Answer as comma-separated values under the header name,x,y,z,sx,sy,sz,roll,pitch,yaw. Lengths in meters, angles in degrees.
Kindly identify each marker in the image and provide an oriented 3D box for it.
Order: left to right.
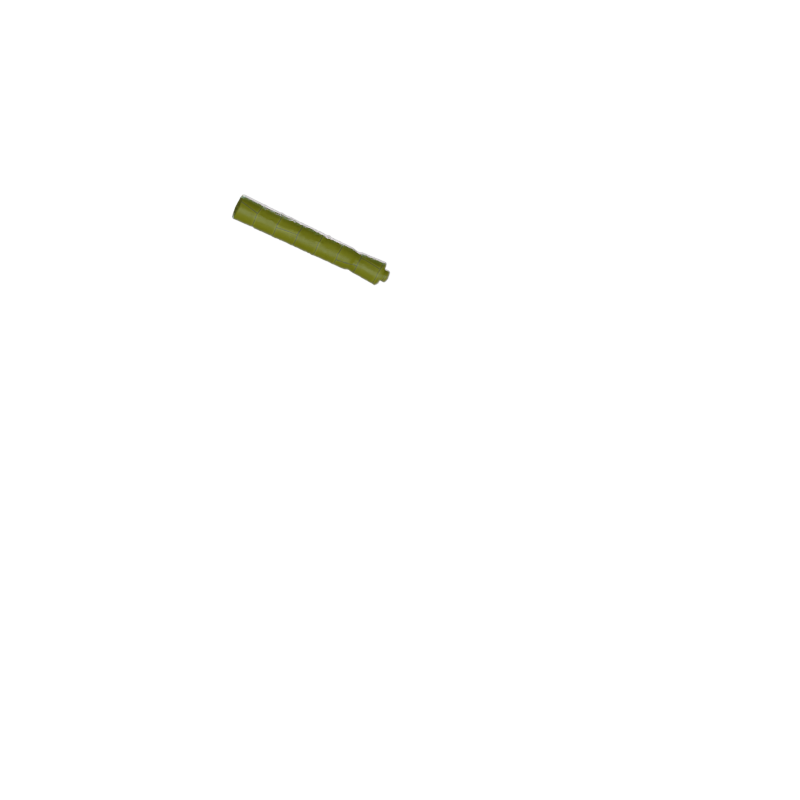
name,x,y,z,sx,sy,sz,roll,pitch,yaw
marker,-0.062,-0.113,0.793,0.118,0.020,0.020,24,-2,-11
